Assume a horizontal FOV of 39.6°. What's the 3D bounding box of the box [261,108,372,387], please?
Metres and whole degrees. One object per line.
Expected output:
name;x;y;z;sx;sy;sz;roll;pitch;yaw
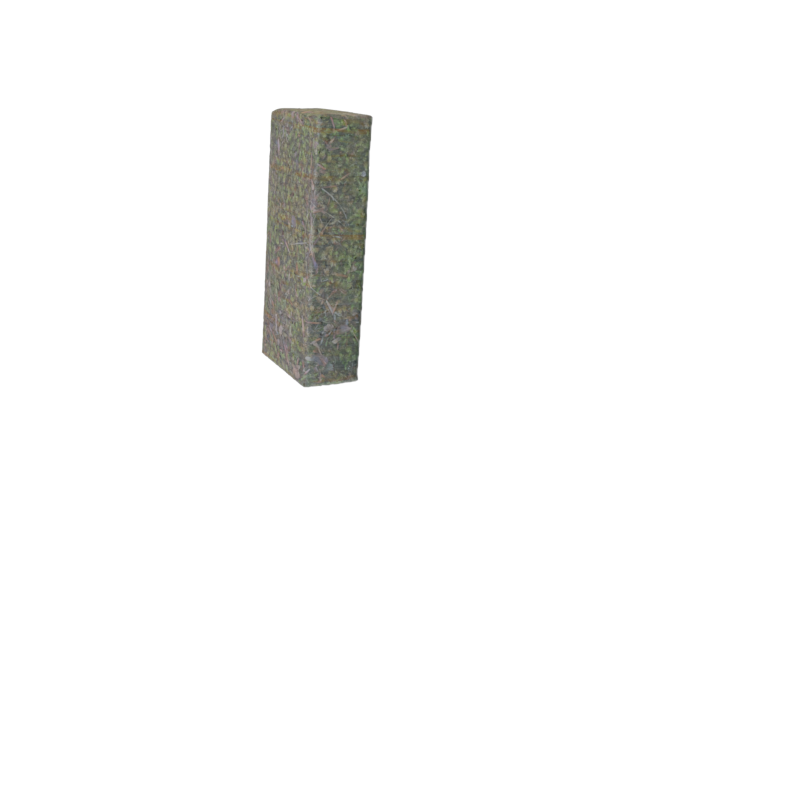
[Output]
box;-0.059;-0.106;0.744;0.047;0.172;0.098;-4;12;-24
